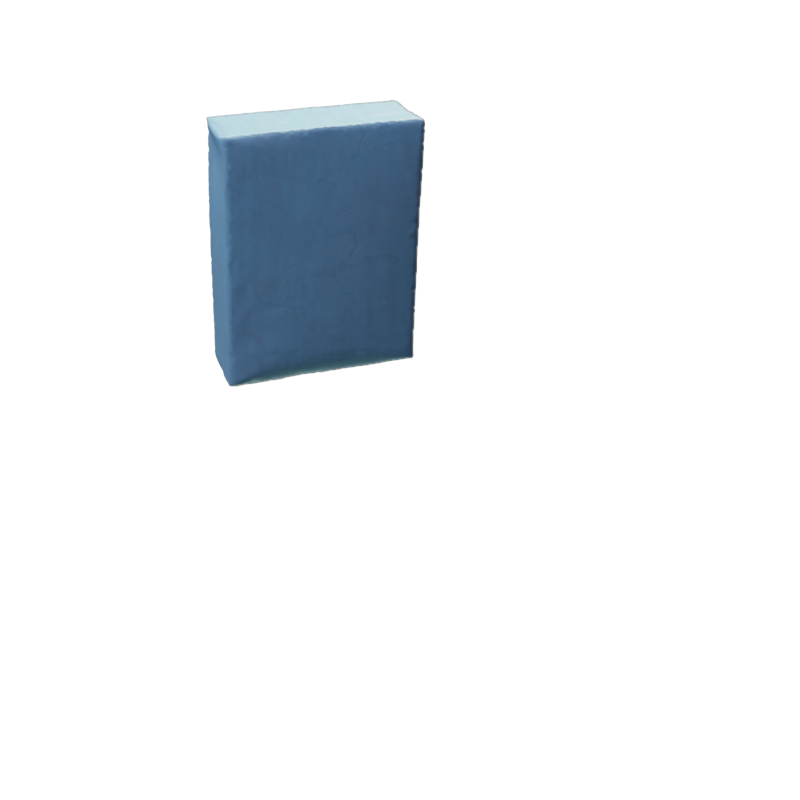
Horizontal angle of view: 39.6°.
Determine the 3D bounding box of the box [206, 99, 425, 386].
[{"bbox_3d":[-0.071,-0.129,0.904,0.161,0.203,0.077,-8,26,-18],"label":"box"}]
